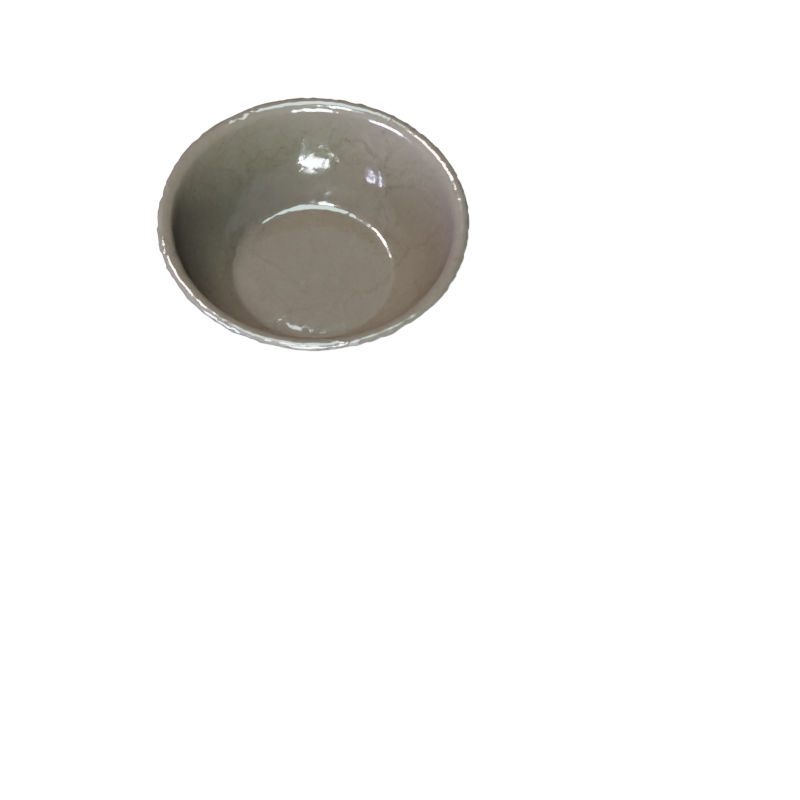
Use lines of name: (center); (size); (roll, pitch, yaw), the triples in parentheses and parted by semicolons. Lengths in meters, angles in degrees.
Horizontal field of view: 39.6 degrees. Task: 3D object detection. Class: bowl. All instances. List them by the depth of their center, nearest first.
bowl: (-0.046, -0.085, 0.593); (0.162, 0.173, 0.051); (-1, -33, -1)
